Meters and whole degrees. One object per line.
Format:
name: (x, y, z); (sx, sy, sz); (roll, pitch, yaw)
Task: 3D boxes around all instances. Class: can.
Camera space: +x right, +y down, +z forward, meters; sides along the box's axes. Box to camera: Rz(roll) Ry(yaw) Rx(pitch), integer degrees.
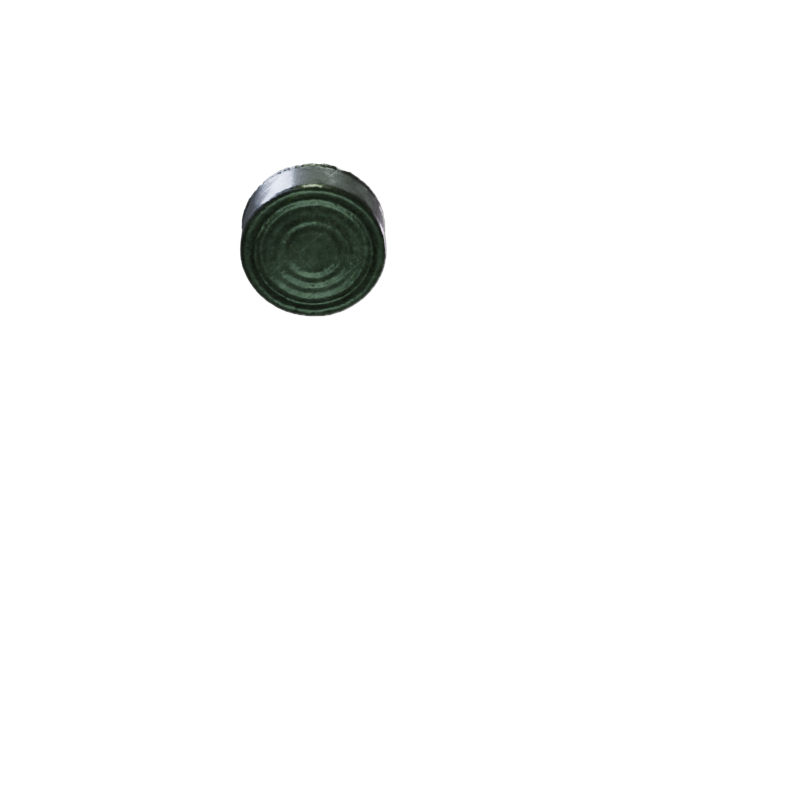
can: (-0.051, -0.092, 0.646); (0.086, 0.081, 0.036); (1, 29, -1)
